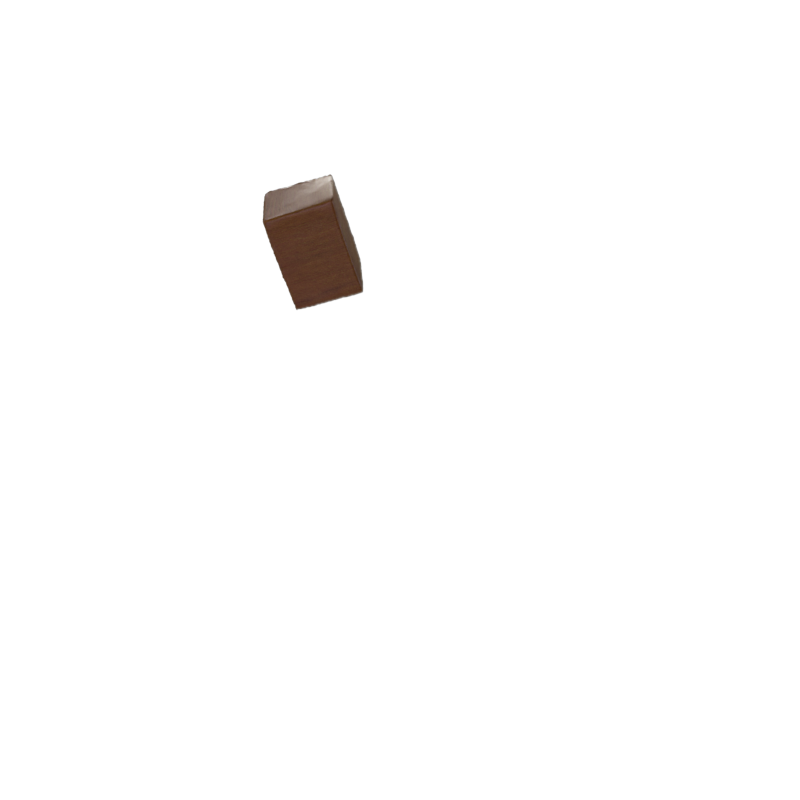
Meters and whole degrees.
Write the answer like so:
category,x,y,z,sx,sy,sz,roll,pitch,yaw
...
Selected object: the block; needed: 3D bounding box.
category,x,y,z,sx,sy,sz,roll,pitch,yaw
block,-0.062,-0.114,0.798,0.053,0.073,0.054,-15,30,7
